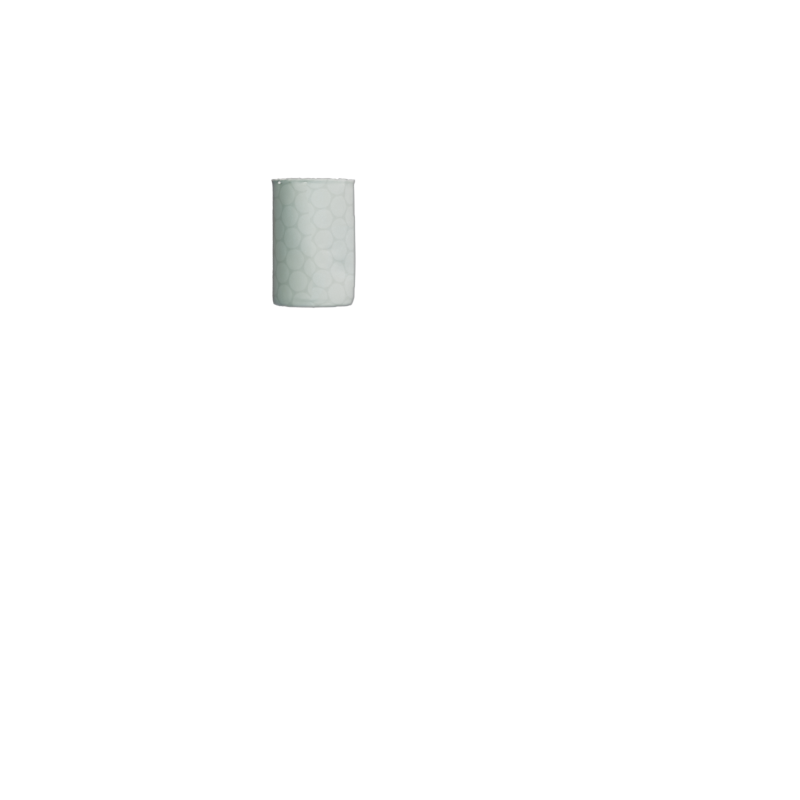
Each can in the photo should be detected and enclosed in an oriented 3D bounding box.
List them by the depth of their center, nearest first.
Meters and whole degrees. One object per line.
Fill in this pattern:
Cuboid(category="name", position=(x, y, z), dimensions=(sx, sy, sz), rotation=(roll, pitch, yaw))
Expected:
Cuboid(category="can", position=(-0.070, -0.129, 0.900), dimensions=(0.068, 0.101, 0.069), rotation=(0, 4, -2))
